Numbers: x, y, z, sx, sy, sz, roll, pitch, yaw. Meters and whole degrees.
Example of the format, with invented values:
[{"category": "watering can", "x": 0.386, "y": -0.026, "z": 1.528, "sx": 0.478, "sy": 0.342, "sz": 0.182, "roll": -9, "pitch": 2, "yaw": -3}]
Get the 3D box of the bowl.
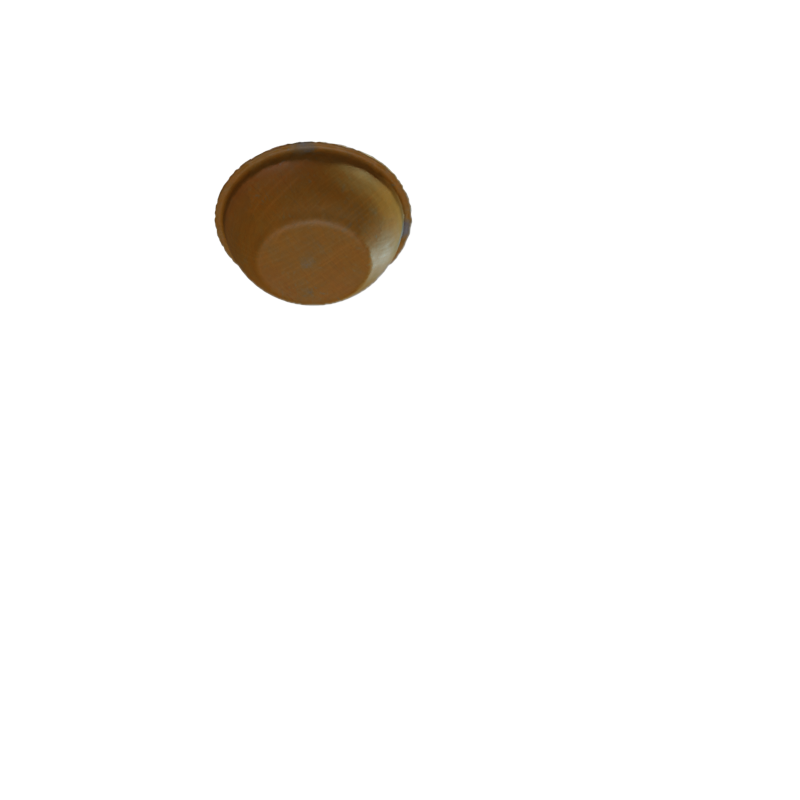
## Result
[{"category": "bowl", "x": -0.070, "y": -0.127, "z": 0.889, "sx": 0.162, "sy": 0.059, "sz": 0.151, "roll": 1, "pitch": -44, "yaw": -1}]
